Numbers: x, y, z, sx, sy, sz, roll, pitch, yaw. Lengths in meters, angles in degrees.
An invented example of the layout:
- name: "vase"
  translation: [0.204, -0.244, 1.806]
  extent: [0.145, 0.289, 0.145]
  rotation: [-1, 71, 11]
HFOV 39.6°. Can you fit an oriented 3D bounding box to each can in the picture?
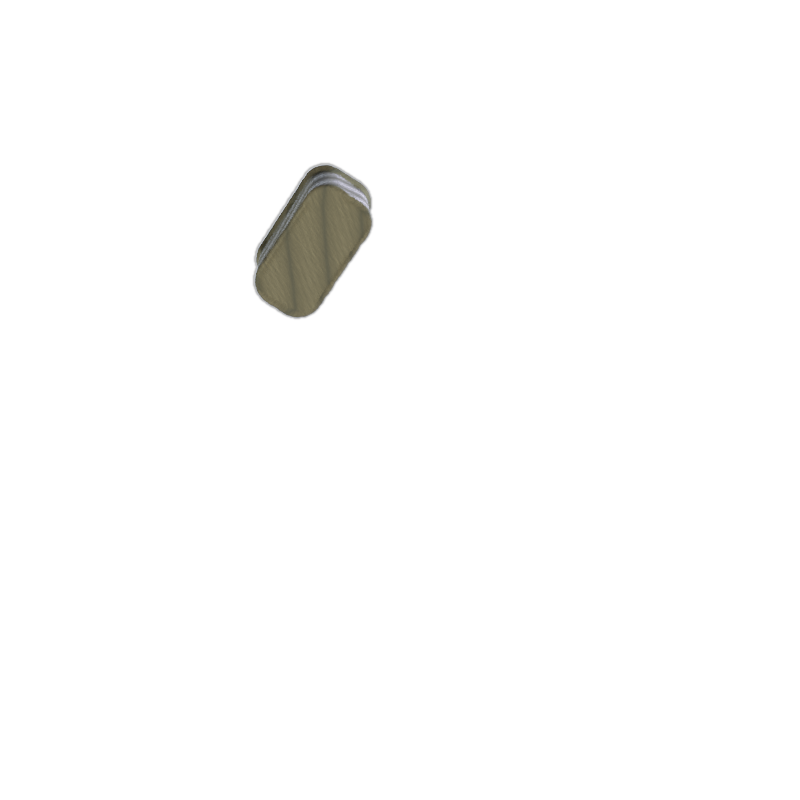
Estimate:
- name: "can"
  translation: [-0.063, -0.115, 0.806]
  extent: [0.056, 0.100, 0.087]
  rotation: [32, 12, -12]
